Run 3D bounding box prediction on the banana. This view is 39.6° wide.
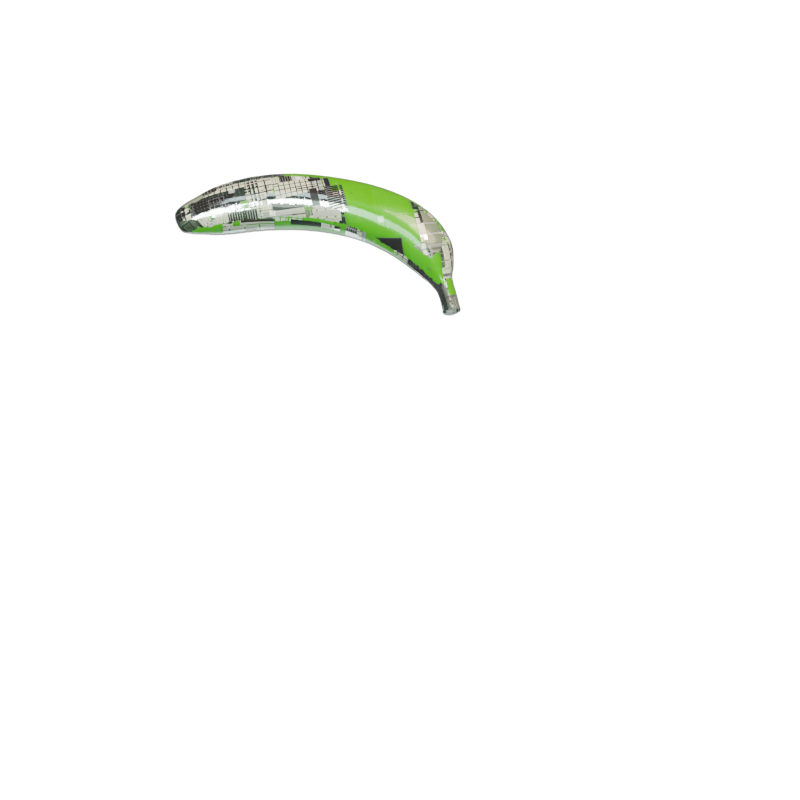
[{"bbox_3d":[-0.047,-0.117,0.728,0.202,0.073,0.034,17,-33,12],"label":"banana"}]
